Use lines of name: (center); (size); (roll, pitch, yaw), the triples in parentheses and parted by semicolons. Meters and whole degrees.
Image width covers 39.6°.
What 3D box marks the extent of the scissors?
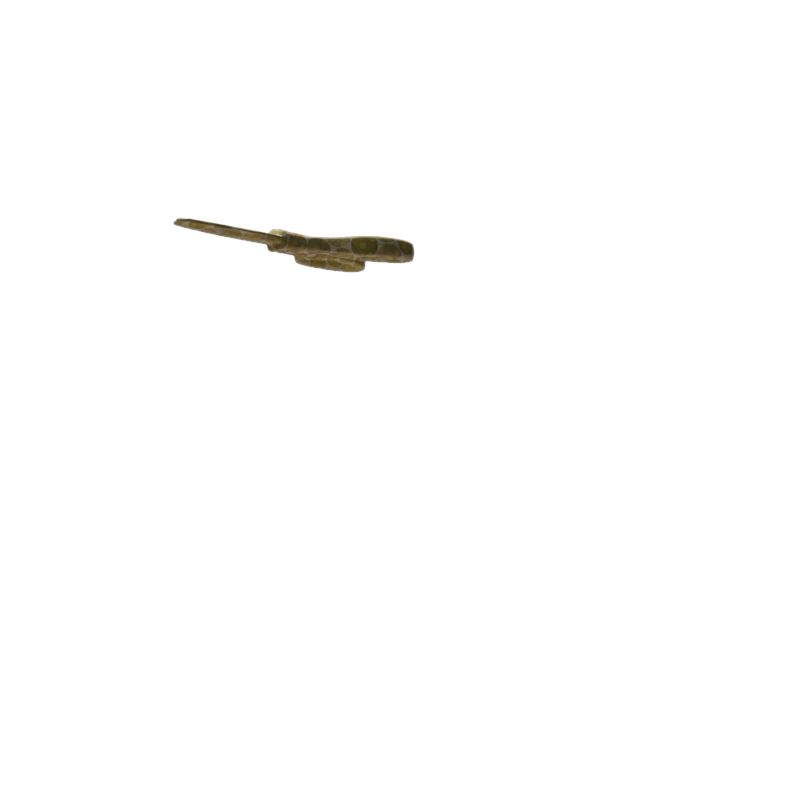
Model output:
scissors: (-0.058, -0.106, 0.740); (0.099, 0.016, 0.194); (-1, -2, 22)
